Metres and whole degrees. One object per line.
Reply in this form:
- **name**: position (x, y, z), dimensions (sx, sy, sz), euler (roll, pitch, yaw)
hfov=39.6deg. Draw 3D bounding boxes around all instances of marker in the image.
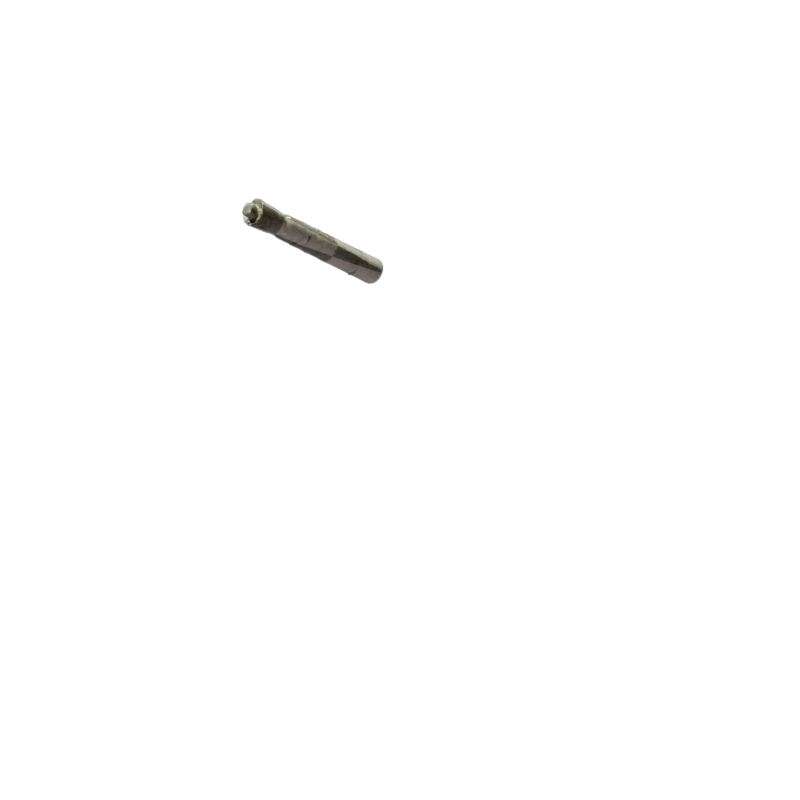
- **marker**: position (-0.058, -0.106, 0.742), dimensions (0.113, 0.020, 0.021), euler (22, -12, -41)
